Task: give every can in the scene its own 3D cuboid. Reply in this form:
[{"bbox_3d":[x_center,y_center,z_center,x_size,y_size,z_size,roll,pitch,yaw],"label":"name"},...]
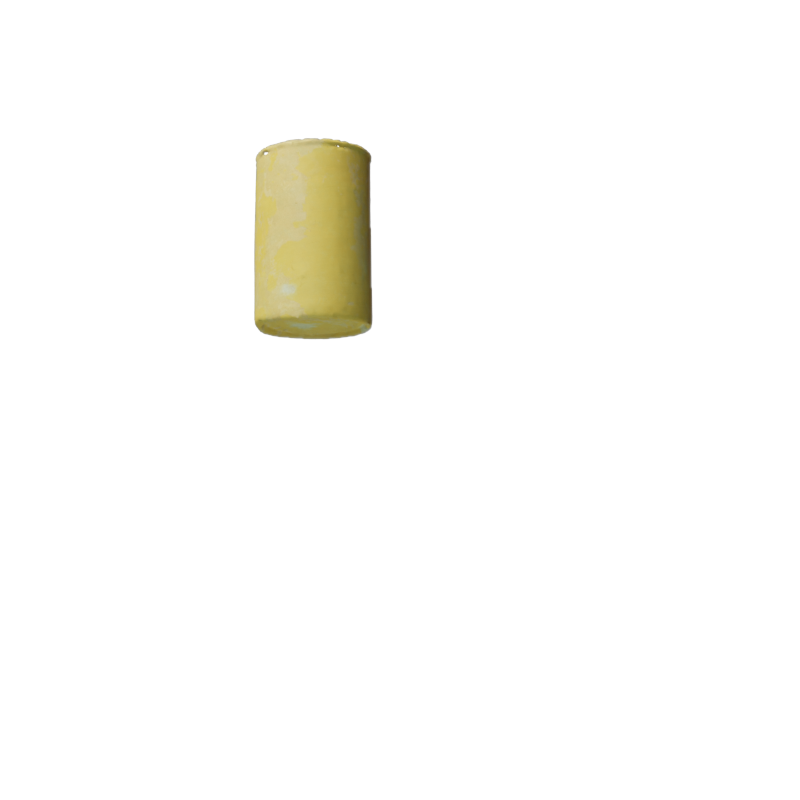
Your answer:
[{"bbox_3d":[-0.050,-0.091,0.636,0.068,0.106,0.066,0,-13,-2],"label":"can"}]
